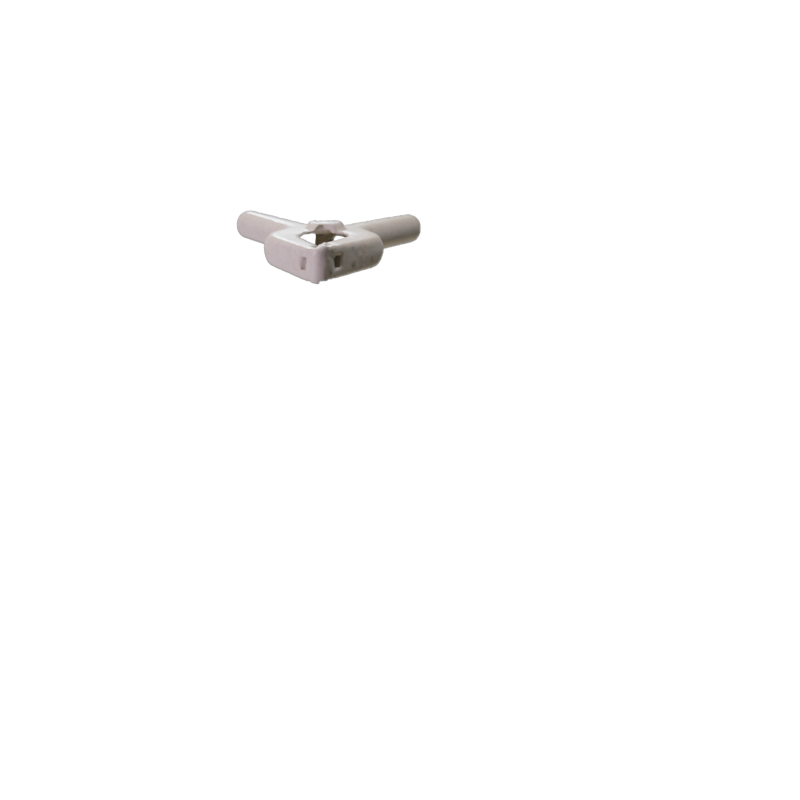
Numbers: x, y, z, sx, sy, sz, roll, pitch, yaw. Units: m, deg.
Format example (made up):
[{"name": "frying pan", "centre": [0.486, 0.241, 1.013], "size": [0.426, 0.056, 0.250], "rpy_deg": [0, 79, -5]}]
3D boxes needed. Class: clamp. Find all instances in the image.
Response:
[{"name": "clamp", "centre": [-0.072, -0.131, 0.917], "size": [0.166, 0.035, 0.214], "rpy_deg": [2, 17, 6]}]
